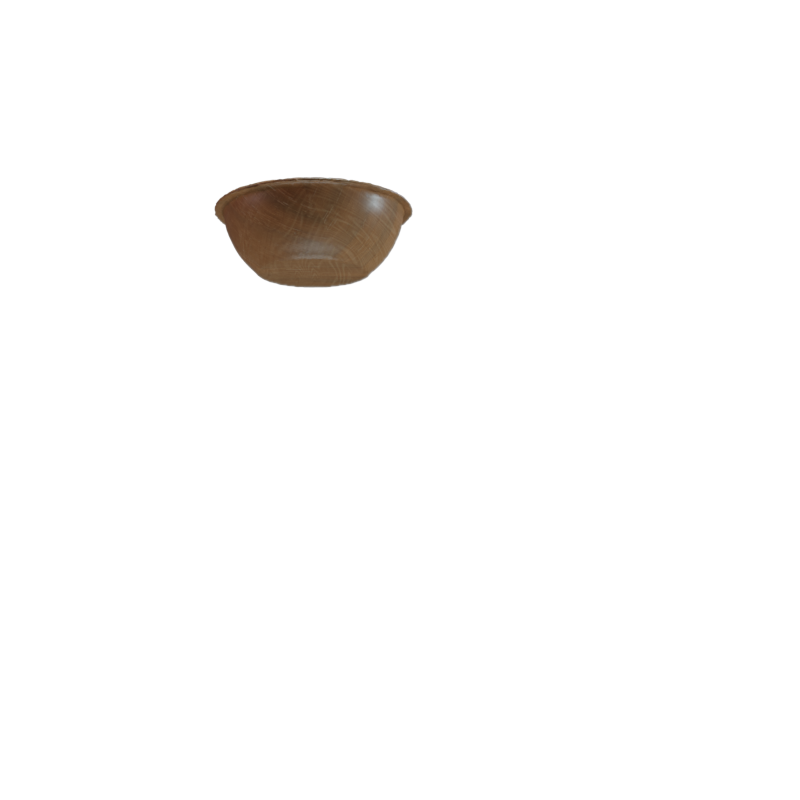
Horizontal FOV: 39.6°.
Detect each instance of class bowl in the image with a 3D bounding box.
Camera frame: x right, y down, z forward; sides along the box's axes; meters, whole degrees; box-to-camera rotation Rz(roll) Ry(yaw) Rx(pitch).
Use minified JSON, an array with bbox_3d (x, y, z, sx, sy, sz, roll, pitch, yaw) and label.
[{"bbox_3d":[-0.071,-0.129,0.901,0.162,0.057,0.157,0,-10,-2],"label":"bowl"}]
